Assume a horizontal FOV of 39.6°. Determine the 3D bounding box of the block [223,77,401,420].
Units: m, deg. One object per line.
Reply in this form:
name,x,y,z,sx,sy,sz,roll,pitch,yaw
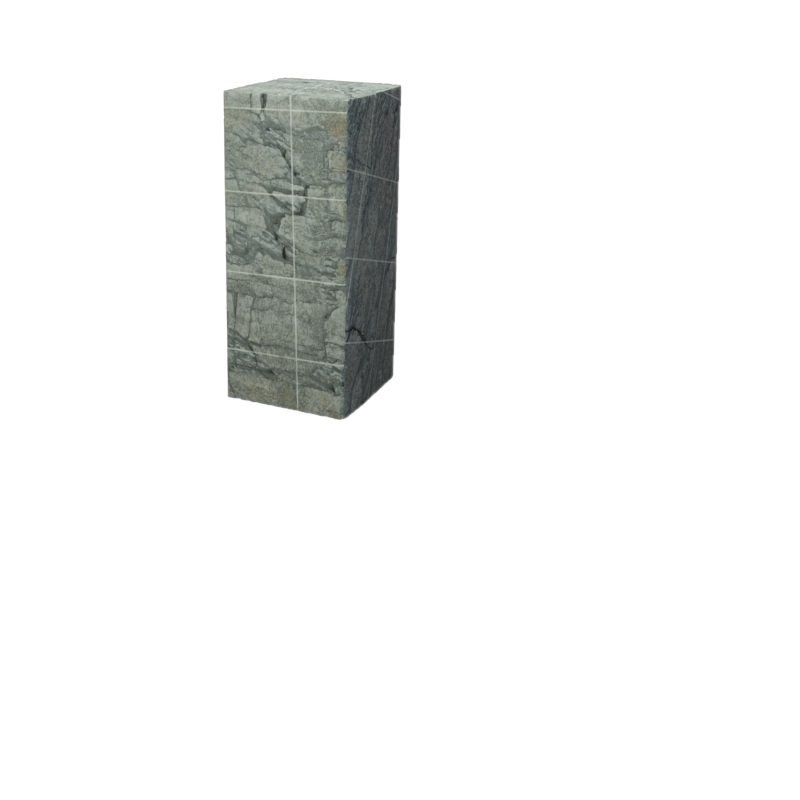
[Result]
block,-0.057,-0.106,0.740,0.094,0.199,0.090,8,18,23
